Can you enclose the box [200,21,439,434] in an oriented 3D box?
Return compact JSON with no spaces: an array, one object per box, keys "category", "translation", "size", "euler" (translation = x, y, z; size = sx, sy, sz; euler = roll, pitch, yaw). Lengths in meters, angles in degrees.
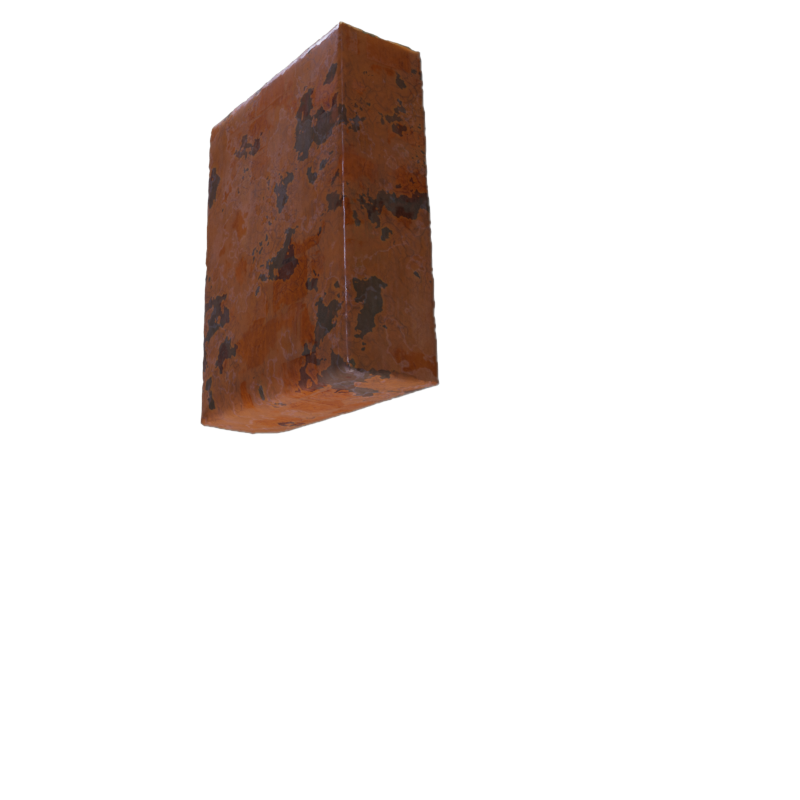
[{"category":"box","translation":[-0.054,-0.098,0.689],"size":[0.068,0.224,0.165],"euler":[14,-24,-35]}]
